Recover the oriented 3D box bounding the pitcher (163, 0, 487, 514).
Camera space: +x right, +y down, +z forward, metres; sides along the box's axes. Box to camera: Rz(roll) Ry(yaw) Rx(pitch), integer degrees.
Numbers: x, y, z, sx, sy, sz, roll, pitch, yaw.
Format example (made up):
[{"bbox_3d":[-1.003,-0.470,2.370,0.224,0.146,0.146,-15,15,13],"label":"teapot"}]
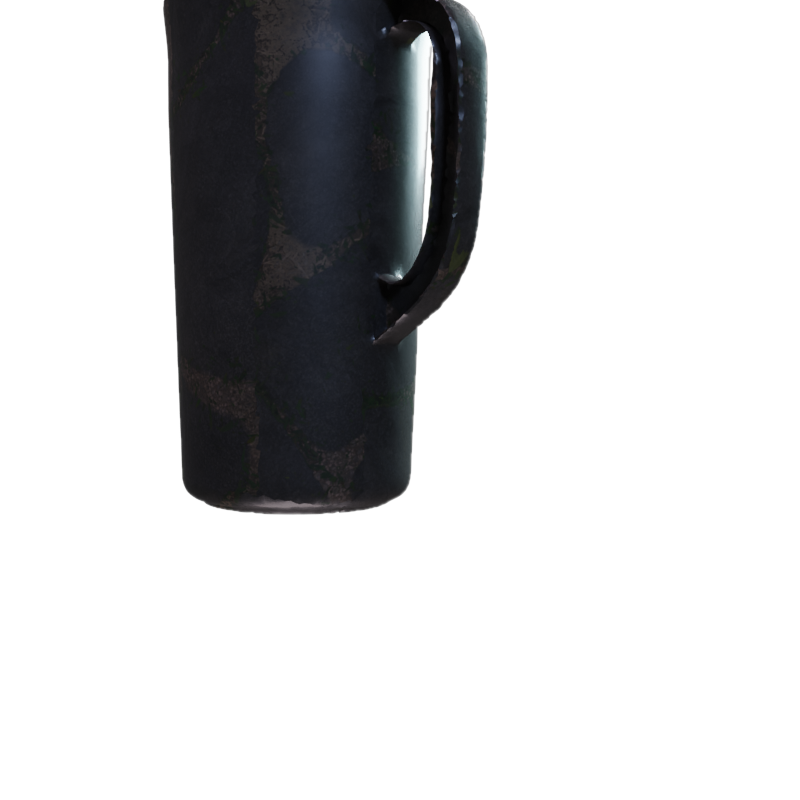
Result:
[{"bbox_3d":[-0.041,-0.075,0.524,0.144,0.245,0.149,0,-2,-4],"label":"pitcher"}]
